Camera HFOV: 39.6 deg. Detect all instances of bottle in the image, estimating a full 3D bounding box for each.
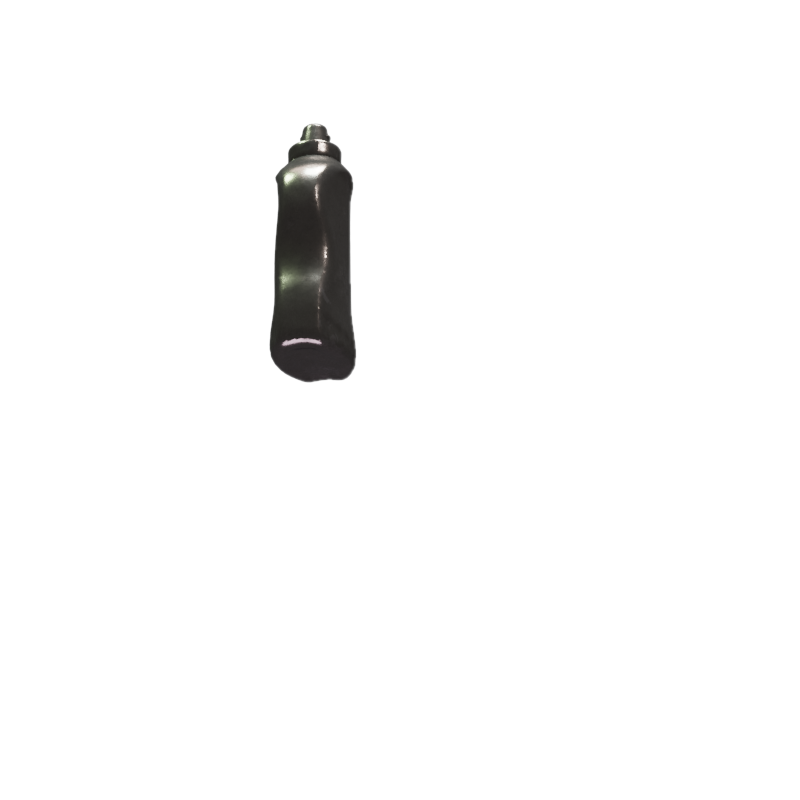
[{"bbox_3d":[-0.063,-0.117,0.816,0.059,0.202,0.090,-6,-23,10],"label":"bottle"}]
